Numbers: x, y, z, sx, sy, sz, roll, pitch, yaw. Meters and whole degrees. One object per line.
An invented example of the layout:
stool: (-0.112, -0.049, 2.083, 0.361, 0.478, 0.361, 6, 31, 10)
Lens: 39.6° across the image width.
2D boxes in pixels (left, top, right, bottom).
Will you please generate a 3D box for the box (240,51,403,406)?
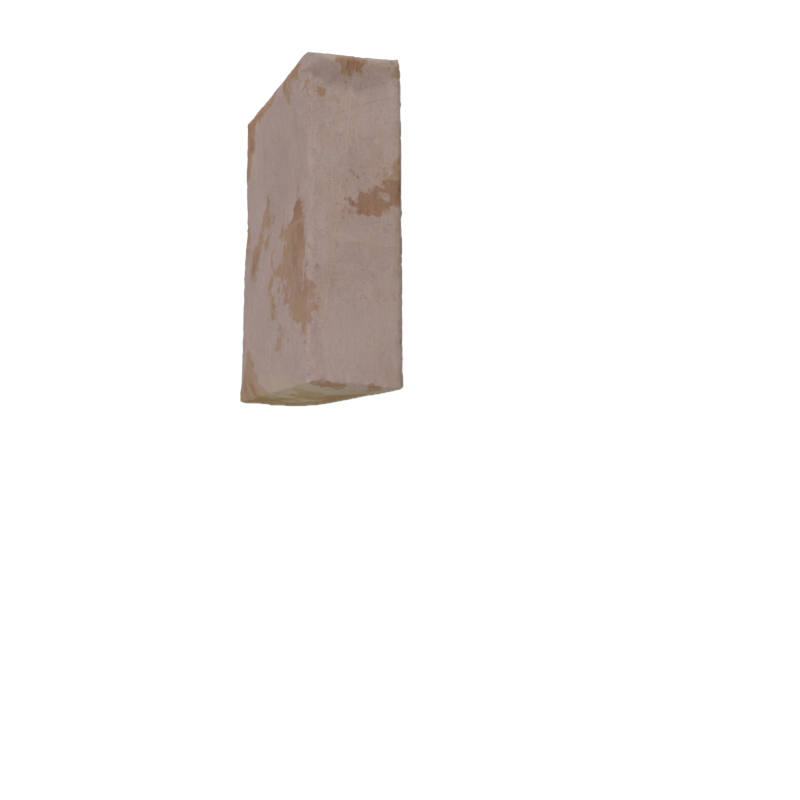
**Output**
box: (-0.059, -0.108, 0.754, 0.070, 0.219, 0.165, 3, -9, -21)
